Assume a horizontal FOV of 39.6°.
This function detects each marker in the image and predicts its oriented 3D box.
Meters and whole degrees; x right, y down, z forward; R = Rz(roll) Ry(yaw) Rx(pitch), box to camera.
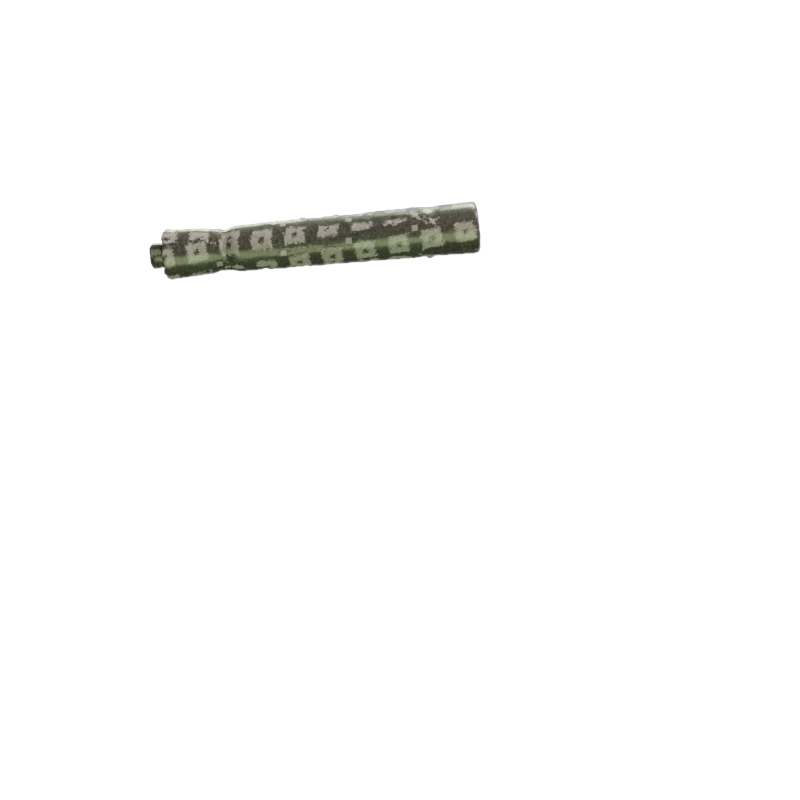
[{"bbox_3d":[-0.032,-0.058,0.409,0.121,0.020,0.020,-5,4,4],"label":"marker"}]
